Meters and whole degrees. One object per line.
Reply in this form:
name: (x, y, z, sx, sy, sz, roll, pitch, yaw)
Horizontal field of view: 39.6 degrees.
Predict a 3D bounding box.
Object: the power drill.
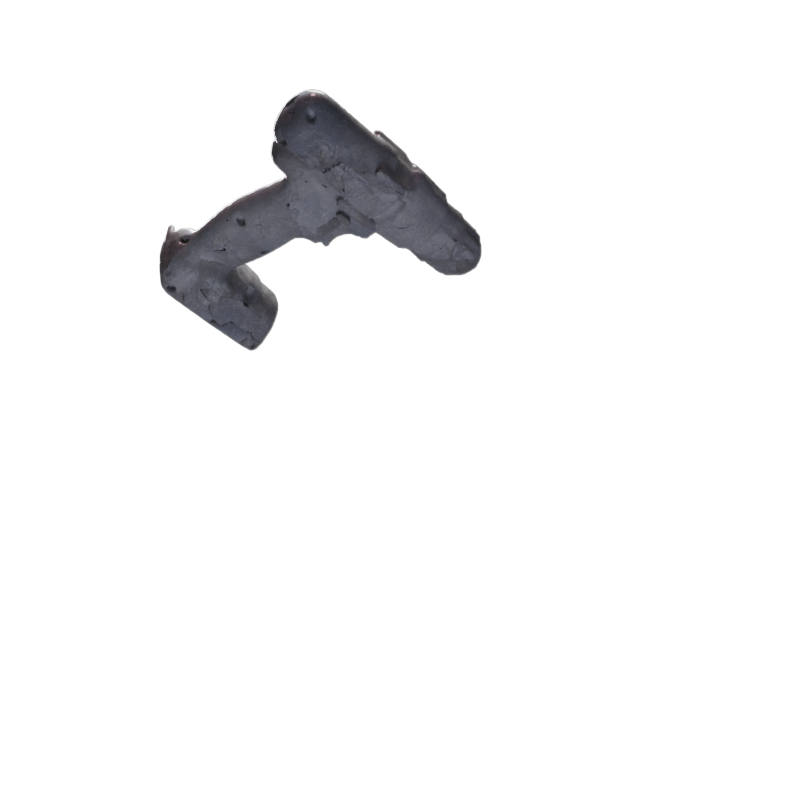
power drill: (-0.061, -0.111, 0.775, 0.186, 0.062, 0.173, -34, -56, 27)
